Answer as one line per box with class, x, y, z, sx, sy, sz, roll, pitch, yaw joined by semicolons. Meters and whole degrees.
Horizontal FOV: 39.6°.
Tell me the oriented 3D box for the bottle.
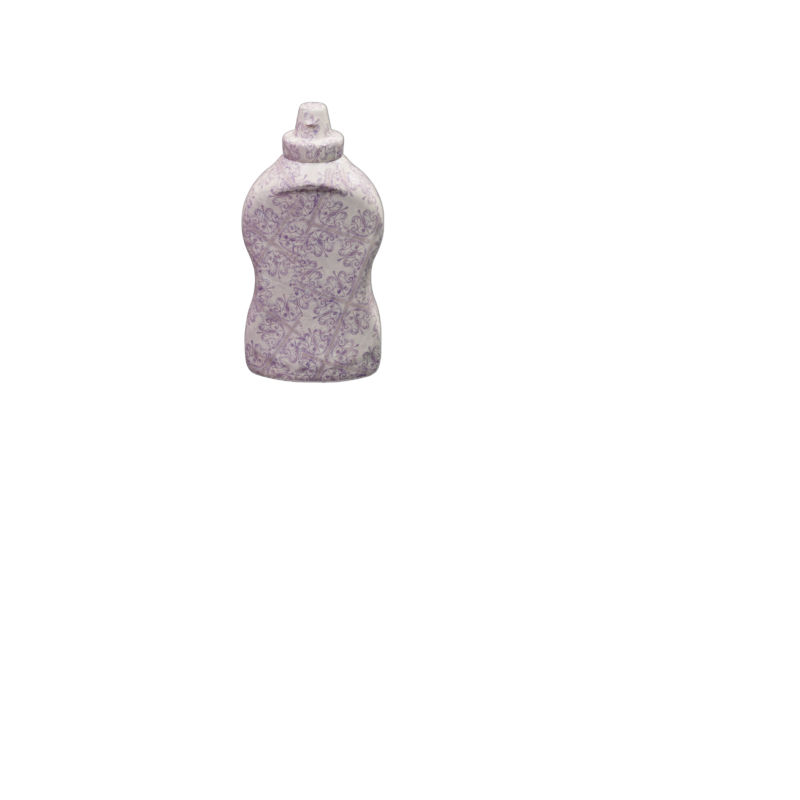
bottle;-0.059;-0.107;0.754;0.096;0.182;0.061;2;23;2
